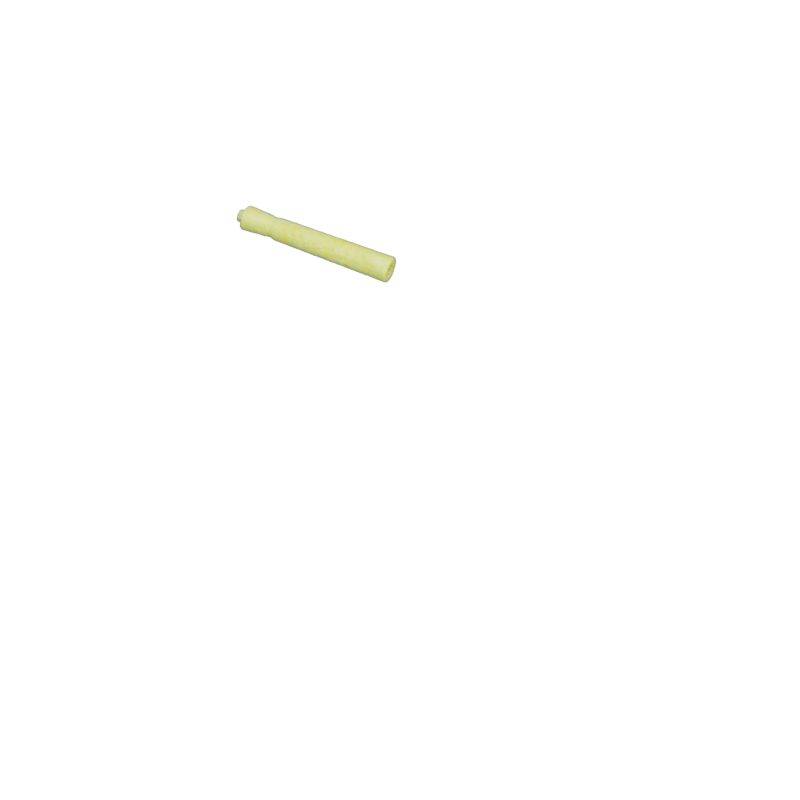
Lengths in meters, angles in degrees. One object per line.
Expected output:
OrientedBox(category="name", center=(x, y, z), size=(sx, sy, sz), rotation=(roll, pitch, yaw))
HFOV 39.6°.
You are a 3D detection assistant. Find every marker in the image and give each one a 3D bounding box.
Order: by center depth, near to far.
OrientedBox(category="marker", center=(-0.061, -0.112, 0.783), size=(0.126, 0.019, 0.019), rotation=(22, 11, 19))
